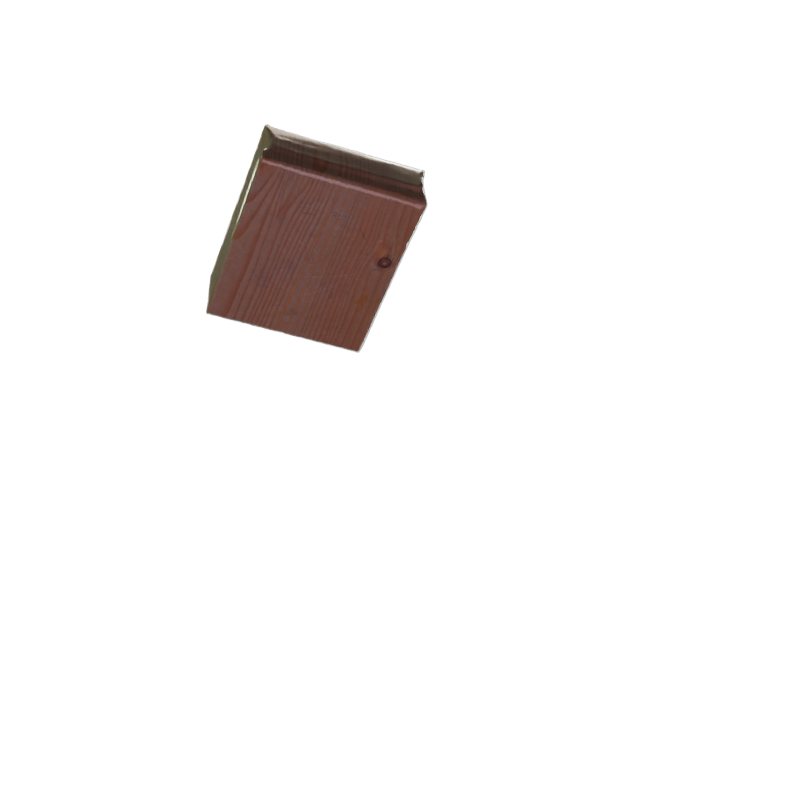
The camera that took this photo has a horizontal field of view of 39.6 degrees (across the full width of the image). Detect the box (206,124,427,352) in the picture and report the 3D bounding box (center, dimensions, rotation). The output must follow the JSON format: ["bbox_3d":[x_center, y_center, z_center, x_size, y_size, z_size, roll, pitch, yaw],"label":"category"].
[{"bbox_3d":[-0.038,-0.069,0.482,0.071,0.085,0.032,15,37,-13],"label":"box"}]
